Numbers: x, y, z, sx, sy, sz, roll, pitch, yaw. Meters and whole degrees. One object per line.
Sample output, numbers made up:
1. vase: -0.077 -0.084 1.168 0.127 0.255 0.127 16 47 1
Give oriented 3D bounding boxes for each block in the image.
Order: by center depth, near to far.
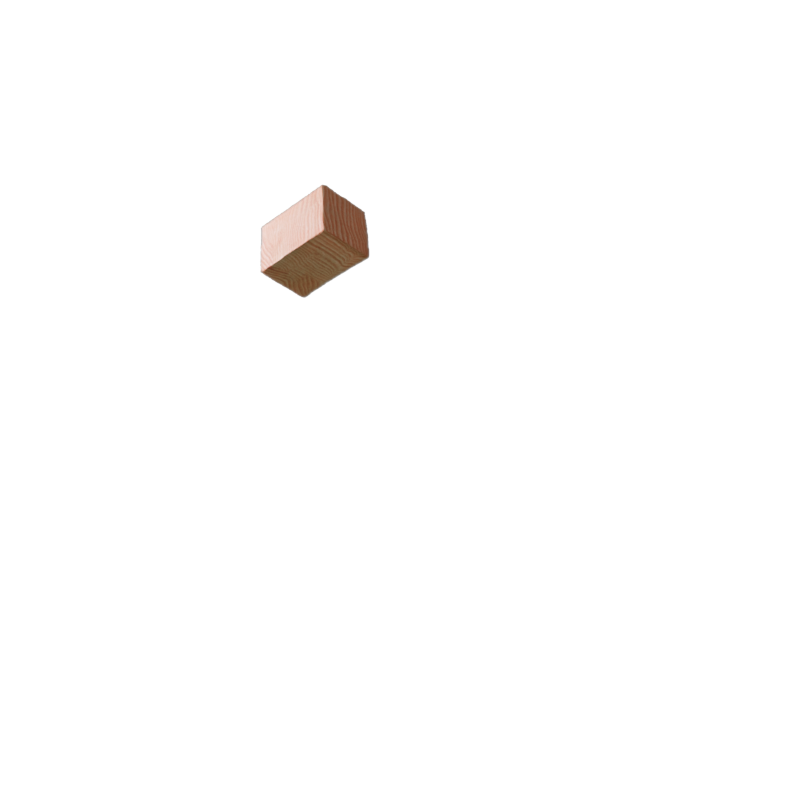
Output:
1. block: -0.072 -0.131 0.916 0.078 0.055 0.049 -28 -43 33
